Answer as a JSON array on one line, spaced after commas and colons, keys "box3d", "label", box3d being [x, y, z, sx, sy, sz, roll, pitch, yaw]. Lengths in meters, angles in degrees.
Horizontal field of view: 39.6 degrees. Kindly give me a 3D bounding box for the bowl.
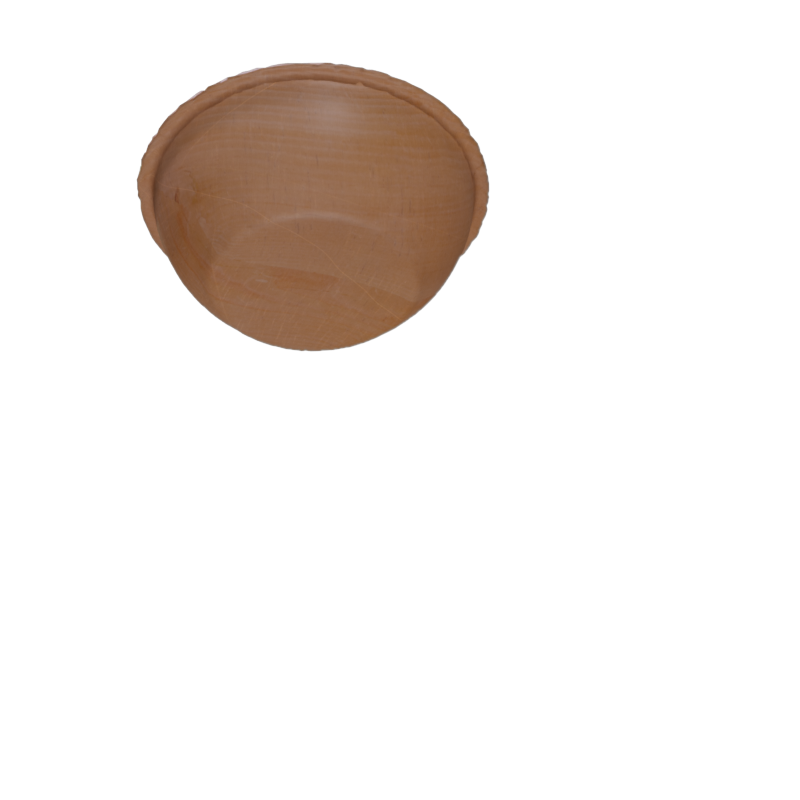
[{"box3d": [-0.039, -0.071, 0.494, 0.162, 0.059, 0.151, 1, -38, -1], "label": "bowl"}]
